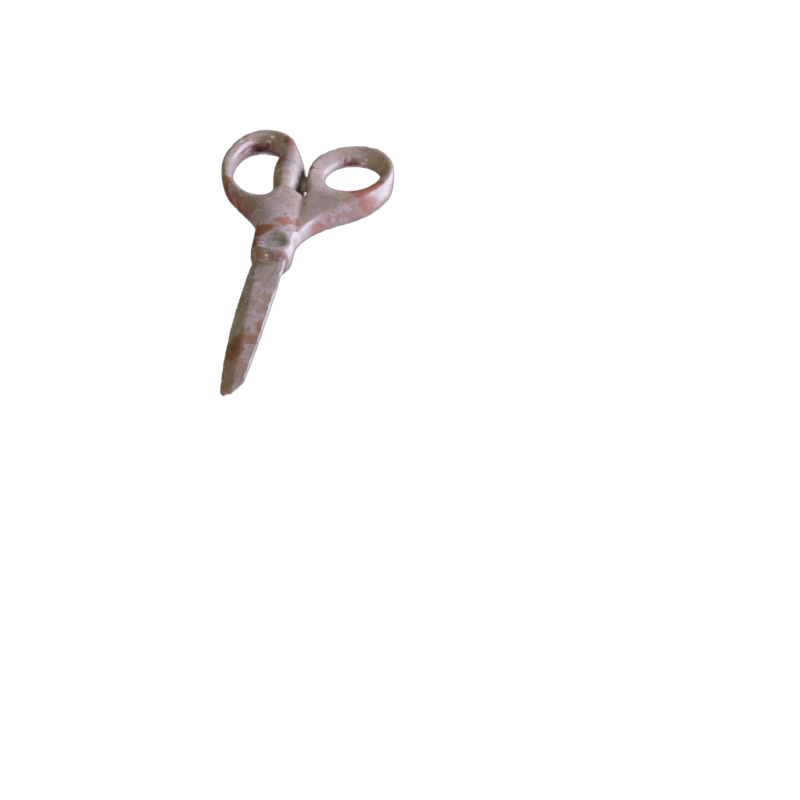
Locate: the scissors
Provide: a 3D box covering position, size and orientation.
[{"bbox_3d":[-0.040,-0.073,0.510,0.095,0.015,0.217,-6,39,-7],"label":"scissors"}]
